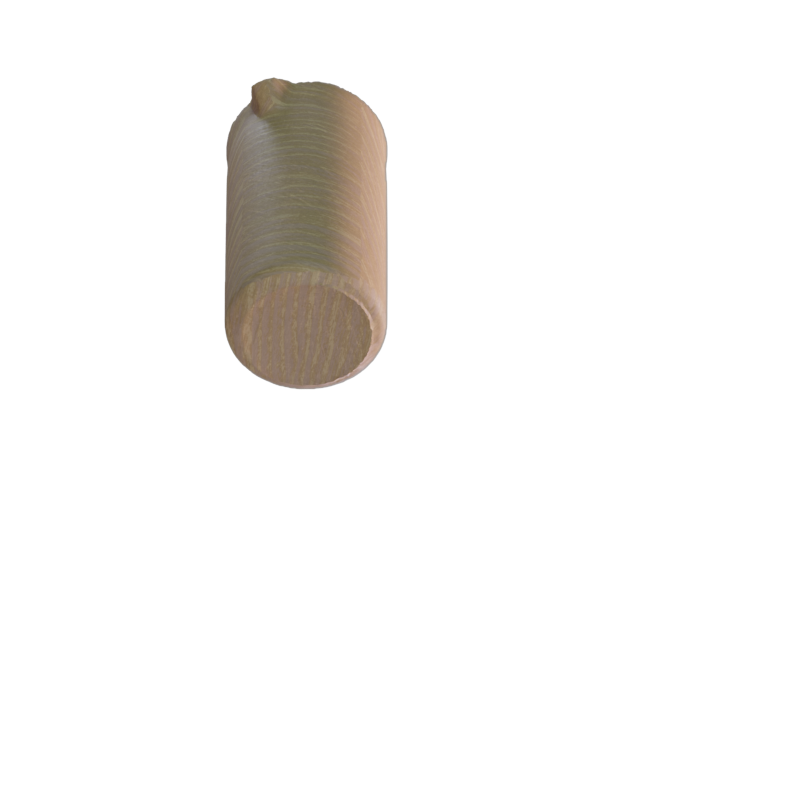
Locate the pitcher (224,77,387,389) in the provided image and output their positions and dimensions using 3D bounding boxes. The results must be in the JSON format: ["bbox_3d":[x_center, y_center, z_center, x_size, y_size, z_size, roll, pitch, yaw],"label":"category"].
[{"bbox_3d":[-0.065,-0.118,0.828,0.145,0.139,0.260,16,37,-16],"label":"pitcher"}]
